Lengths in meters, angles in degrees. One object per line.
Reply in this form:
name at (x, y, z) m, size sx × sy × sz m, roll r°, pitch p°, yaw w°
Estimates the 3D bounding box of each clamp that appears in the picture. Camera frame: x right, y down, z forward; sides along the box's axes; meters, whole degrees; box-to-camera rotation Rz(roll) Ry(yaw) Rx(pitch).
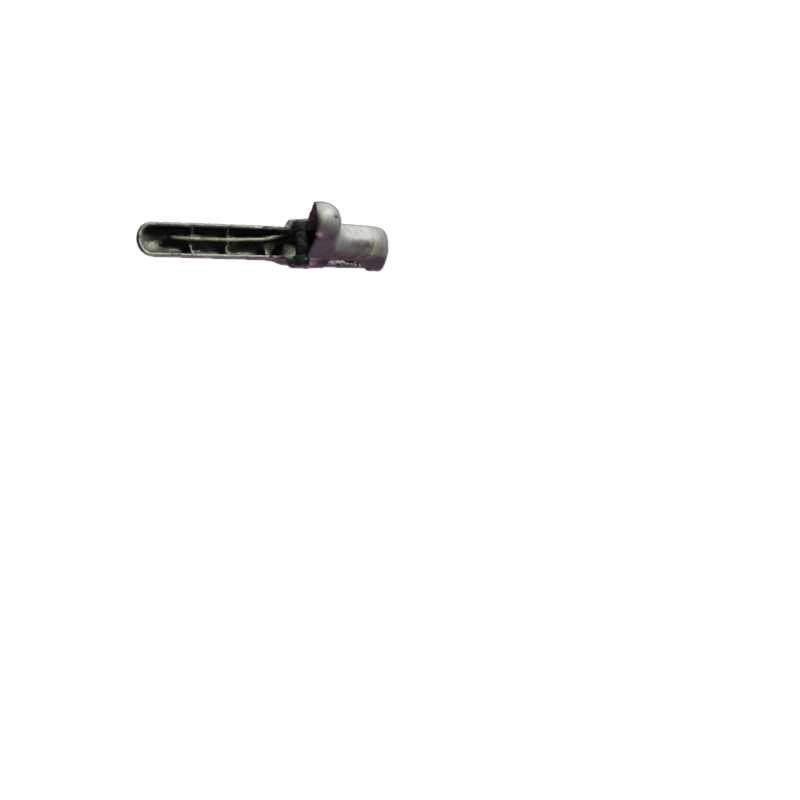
clamp at (-0.064, -0.116, 0.815) m, size 0.170 × 0.037 × 0.201 m, roll 1°, pitch 1°, yaw 38°
